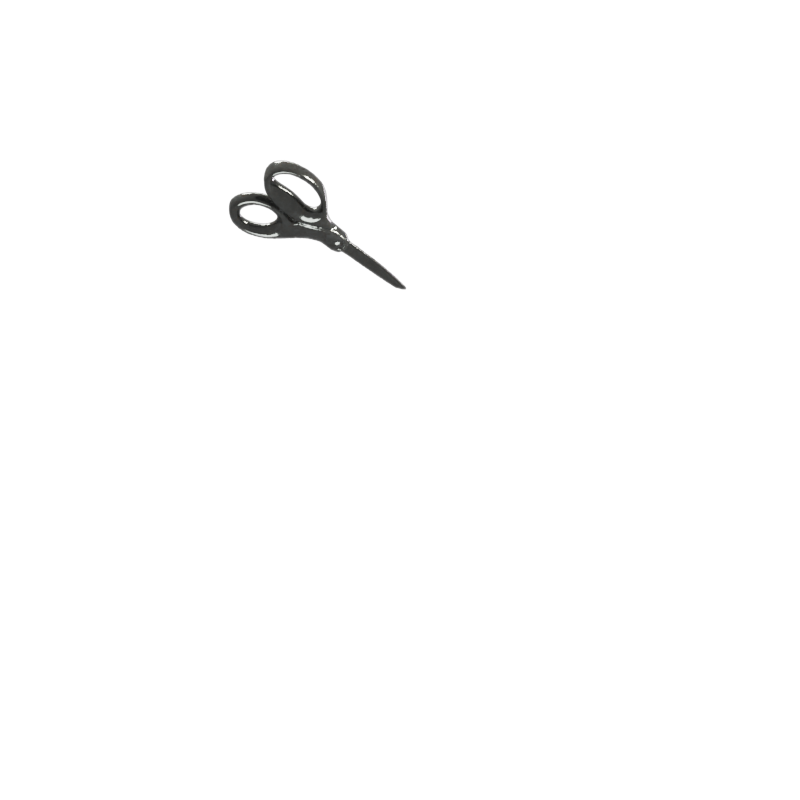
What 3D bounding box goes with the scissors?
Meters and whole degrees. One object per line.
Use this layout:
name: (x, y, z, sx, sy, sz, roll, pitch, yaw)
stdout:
scissors: (-0.078, -0.142, 0.992, 0.097, 0.017, 0.186, -15, -38, 20)
